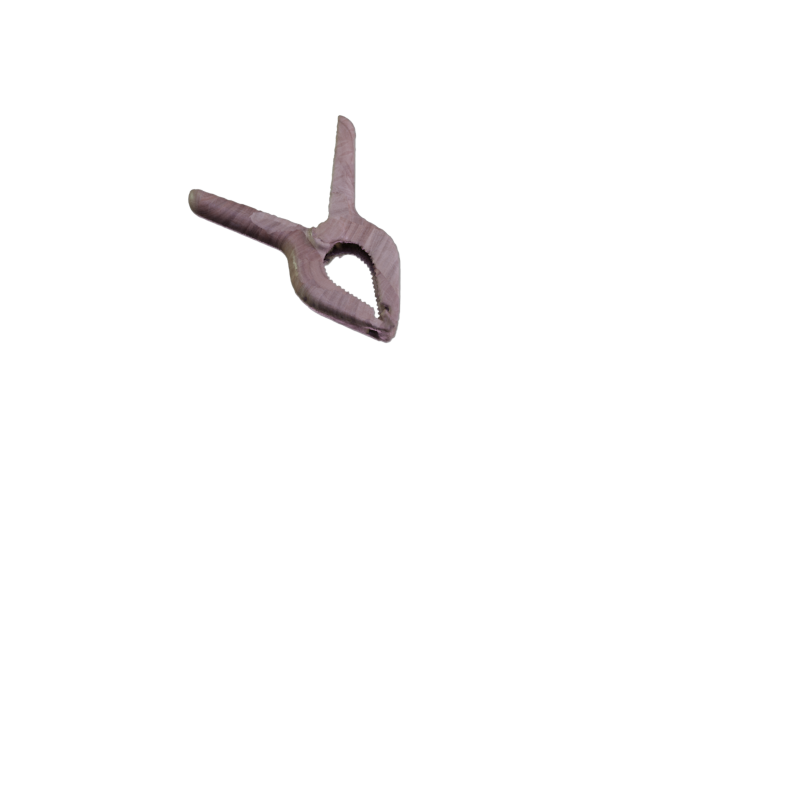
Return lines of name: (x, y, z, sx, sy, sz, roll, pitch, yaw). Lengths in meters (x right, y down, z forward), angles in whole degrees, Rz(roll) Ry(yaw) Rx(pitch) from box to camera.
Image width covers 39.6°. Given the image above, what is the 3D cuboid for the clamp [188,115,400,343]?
clamp: (-0.074, -0.134, 0.939, 0.164, 0.223, 0.034, -23, -24, -11)
